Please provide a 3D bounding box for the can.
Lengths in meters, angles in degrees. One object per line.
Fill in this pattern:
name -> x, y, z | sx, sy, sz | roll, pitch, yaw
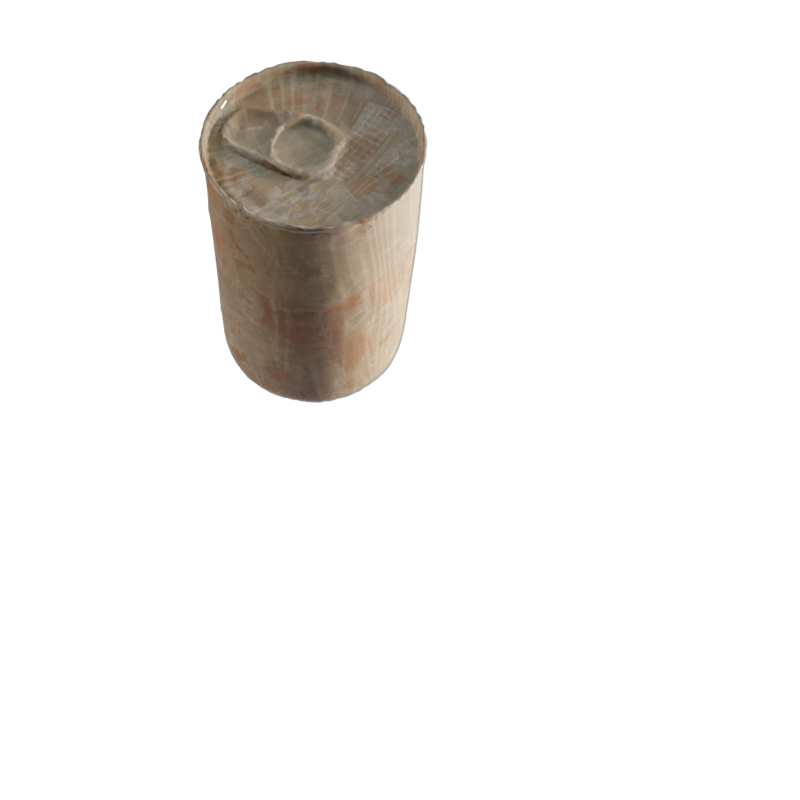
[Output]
can -> -0.029, -0.053, 0.369 | 0.068, 0.073, 0.096 | 0, -33, -3
